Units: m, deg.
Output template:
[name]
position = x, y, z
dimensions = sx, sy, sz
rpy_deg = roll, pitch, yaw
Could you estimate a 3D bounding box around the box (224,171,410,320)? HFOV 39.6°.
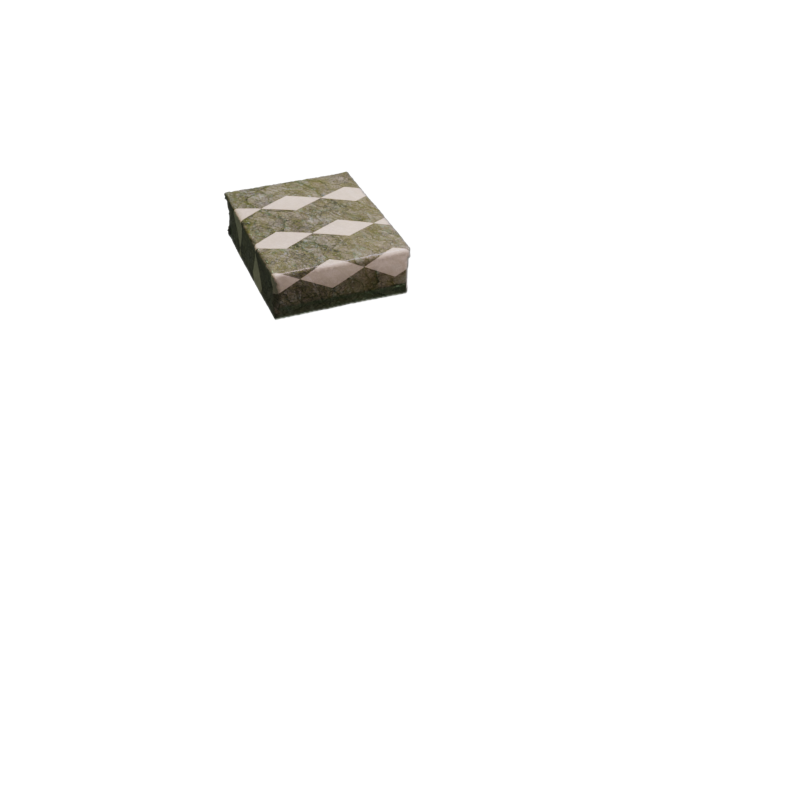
[box]
position = -0.056, -0.103, 0.719
dimensions = 0.088, 0.036, 0.123
rpy_deg = -12, 37, -18
